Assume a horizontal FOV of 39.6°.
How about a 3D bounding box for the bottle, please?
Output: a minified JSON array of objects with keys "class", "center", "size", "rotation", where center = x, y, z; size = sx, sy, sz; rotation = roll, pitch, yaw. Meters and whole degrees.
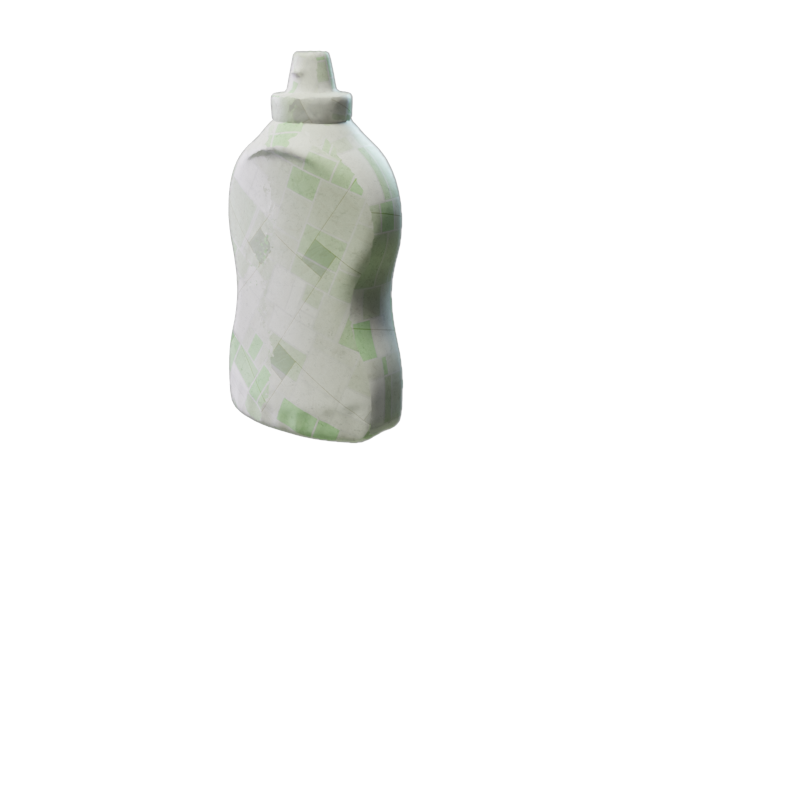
[{"class":"bottle","center":[-0.045,-0.081,0.566],"size":[0.101,0.186,0.057],"rotation":[11,16,37]}]
